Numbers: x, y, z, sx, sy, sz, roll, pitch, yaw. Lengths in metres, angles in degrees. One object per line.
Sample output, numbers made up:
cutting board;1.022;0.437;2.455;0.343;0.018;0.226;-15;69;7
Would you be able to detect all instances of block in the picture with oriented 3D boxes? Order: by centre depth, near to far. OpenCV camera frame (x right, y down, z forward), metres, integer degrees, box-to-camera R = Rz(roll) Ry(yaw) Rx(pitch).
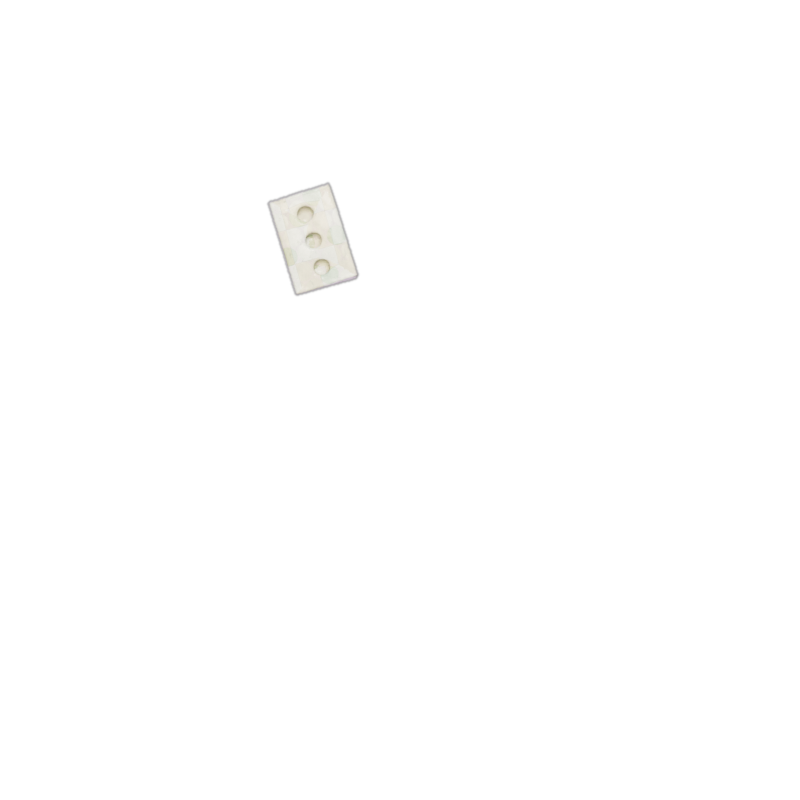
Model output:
block;-0.070;-0.127;0.891;0.053;0.078;0.051;-18;0;-2
